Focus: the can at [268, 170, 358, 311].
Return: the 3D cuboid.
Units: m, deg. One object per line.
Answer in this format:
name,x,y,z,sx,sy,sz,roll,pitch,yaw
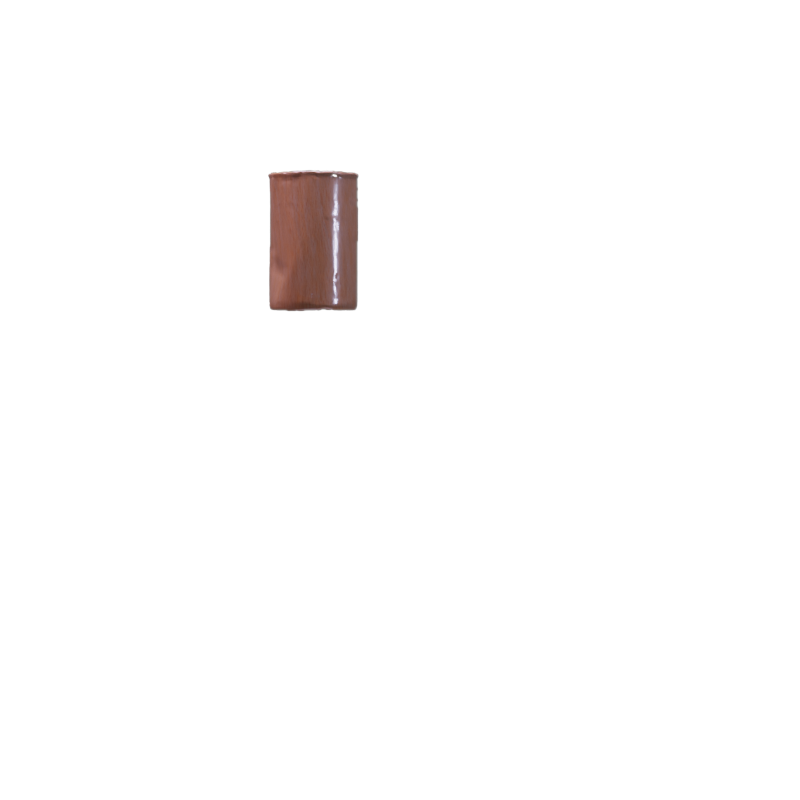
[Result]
can,-0.065,-0.119,0.831,0.068,0.102,0.069,0,1,-2
